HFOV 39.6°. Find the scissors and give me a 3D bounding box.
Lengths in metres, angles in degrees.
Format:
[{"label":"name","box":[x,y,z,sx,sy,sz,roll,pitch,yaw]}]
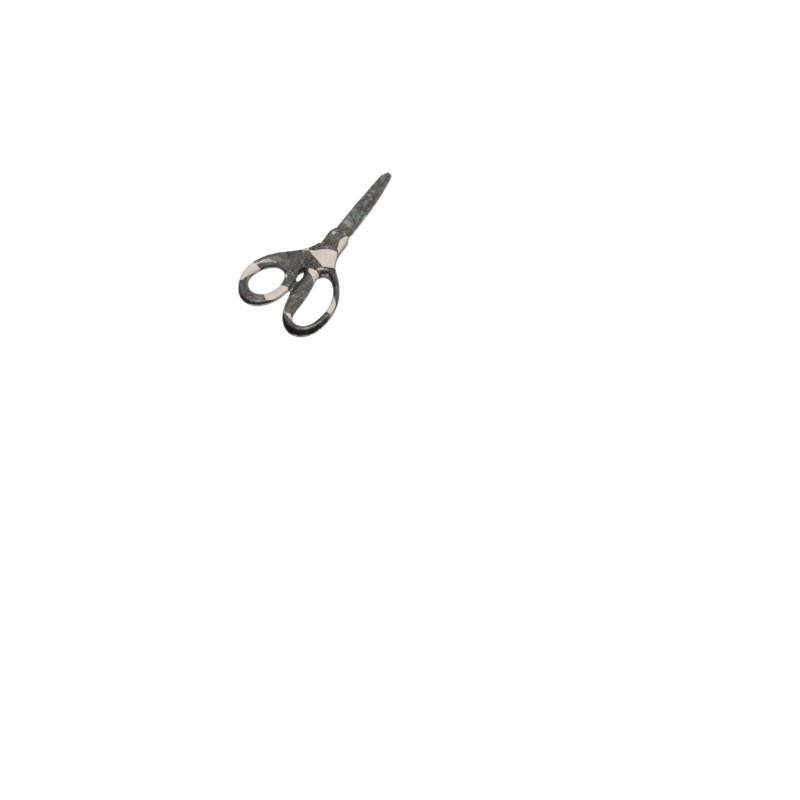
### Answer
[{"label":"scissors","box":[-0.076,-0.139,0.977,0.098,0.213,0.015,10,-38,8]}]
